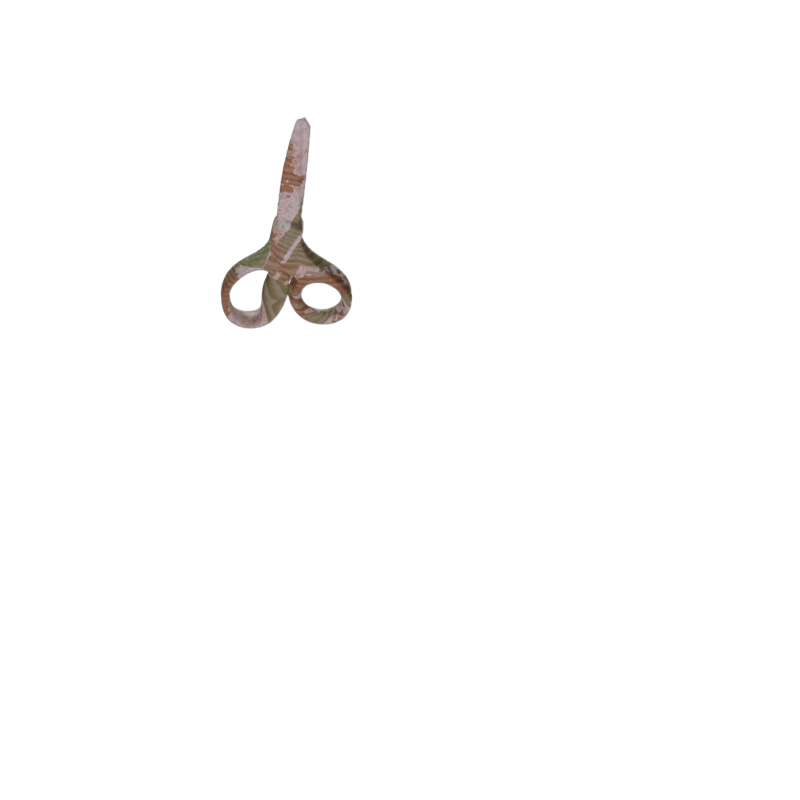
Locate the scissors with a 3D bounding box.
[{"bbox_3d":[-0.054,-0.099,0.693,0.093,0.017,0.195,14,-34,-21],"label":"scissors"}]
